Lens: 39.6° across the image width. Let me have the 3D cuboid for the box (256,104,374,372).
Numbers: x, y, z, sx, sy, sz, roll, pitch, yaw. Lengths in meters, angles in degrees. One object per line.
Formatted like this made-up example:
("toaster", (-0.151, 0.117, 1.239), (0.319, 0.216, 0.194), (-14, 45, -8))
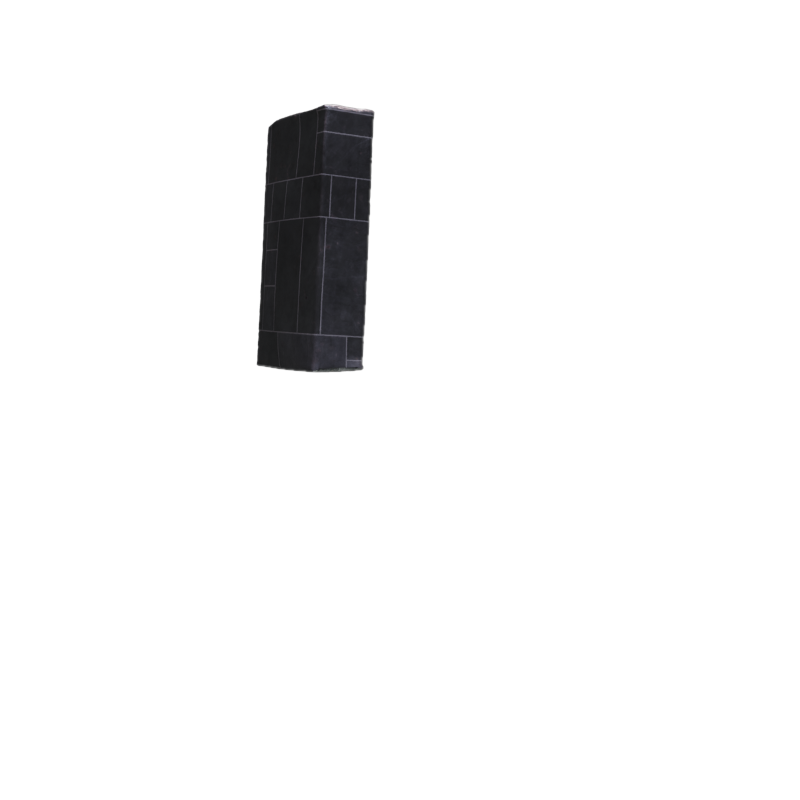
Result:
("box", (-0.060, -0.109, 0.764), (0.046, 0.178, 0.096), (2, -3, -30))
